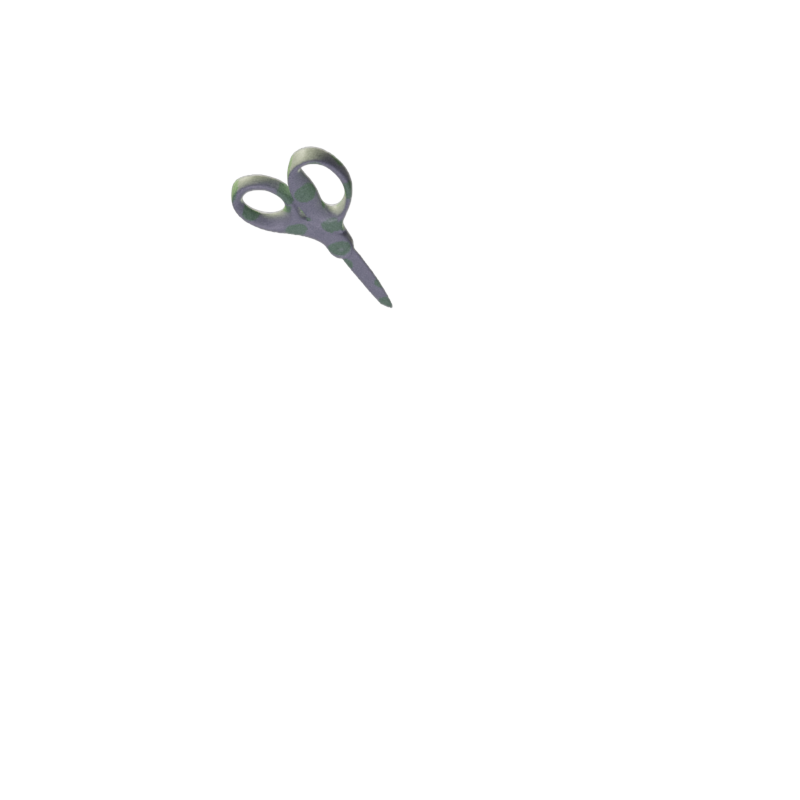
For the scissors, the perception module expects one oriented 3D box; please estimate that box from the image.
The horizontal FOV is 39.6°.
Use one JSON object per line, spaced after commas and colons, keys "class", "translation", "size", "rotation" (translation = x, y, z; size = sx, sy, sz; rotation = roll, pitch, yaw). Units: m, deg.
{"class": "scissors", "translation": [-0.065, -0.119, 0.836], "size": [0.097, 0.017, 0.187], "rotation": [-4, -31, 7]}
